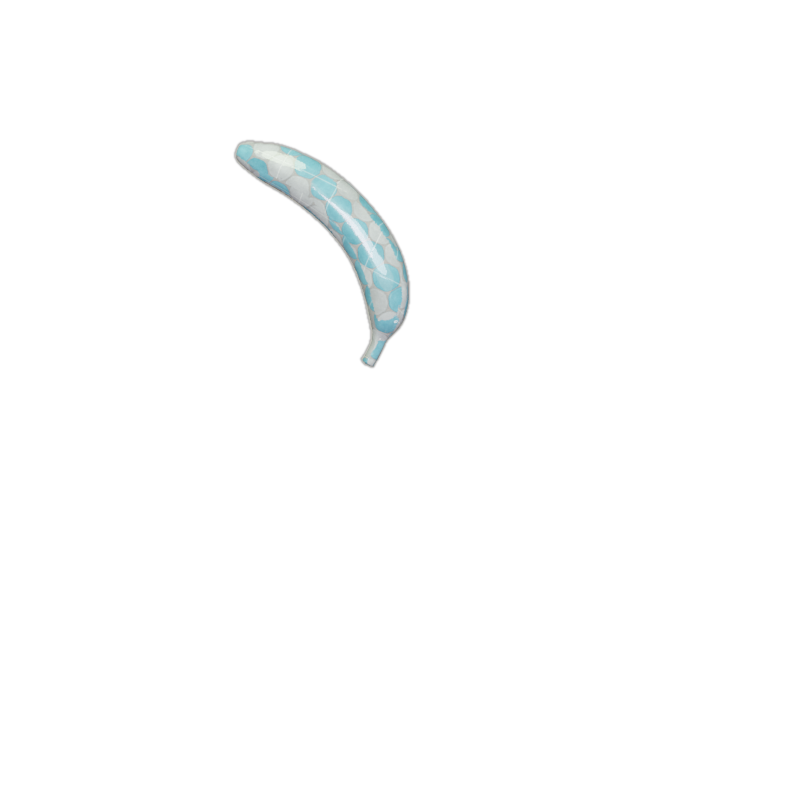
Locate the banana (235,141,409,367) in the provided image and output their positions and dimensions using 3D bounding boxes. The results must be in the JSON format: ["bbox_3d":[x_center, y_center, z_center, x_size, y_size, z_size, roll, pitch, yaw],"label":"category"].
[{"bbox_3d":[-0.048,-0.125,0.834,0.069,0.203,0.036,-31,-9,-6],"label":"banana"}]
